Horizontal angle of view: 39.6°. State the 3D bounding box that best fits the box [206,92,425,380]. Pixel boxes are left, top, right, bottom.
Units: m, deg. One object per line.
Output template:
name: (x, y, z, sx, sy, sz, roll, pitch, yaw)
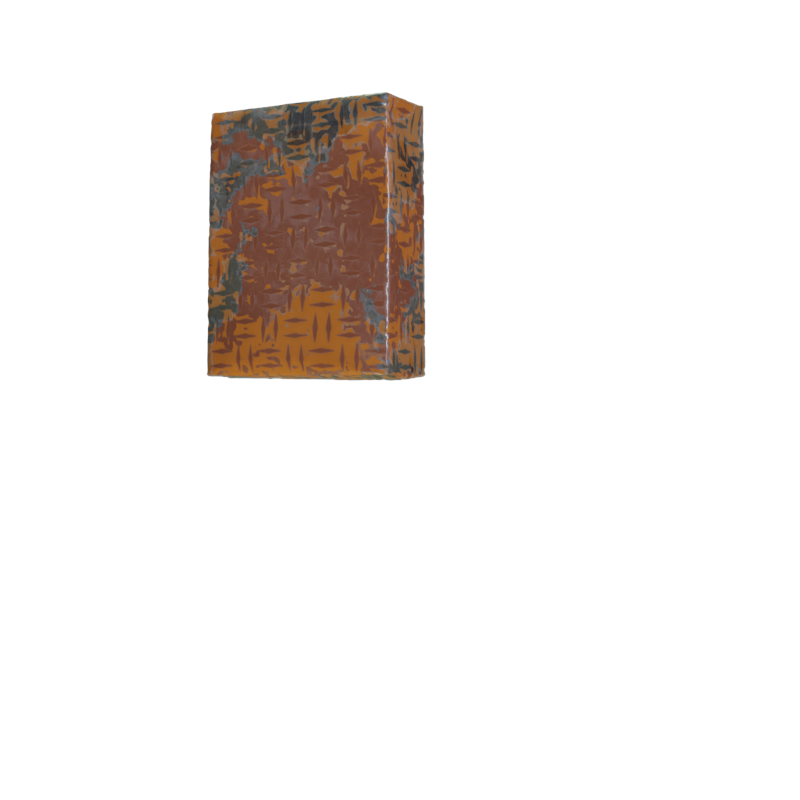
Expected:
box: (-0.068, -0.124, 0.868, 0.169, 0.216, 0.069, -1, -5, 28)
